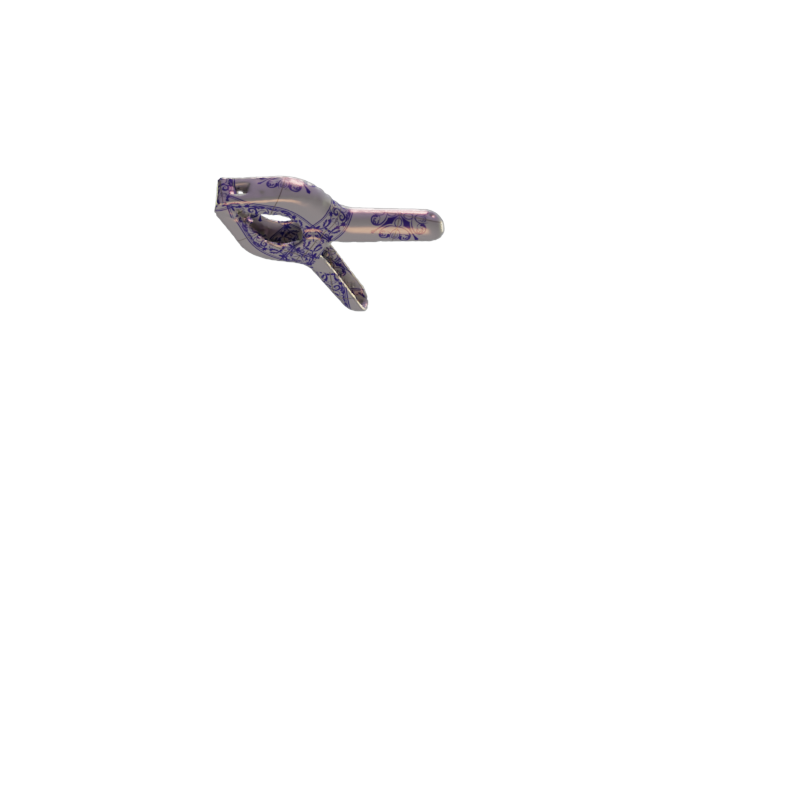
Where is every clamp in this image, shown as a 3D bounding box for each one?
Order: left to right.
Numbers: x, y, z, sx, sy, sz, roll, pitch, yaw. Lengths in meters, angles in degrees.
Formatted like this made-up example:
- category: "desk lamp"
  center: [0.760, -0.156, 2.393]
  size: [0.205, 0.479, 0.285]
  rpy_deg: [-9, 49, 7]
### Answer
- category: "clamp"
  center: [-0.066, -0.121, 0.845]
  size: [0.166, 0.042, 0.115]
  rpy_deg: [16, -46, -16]
